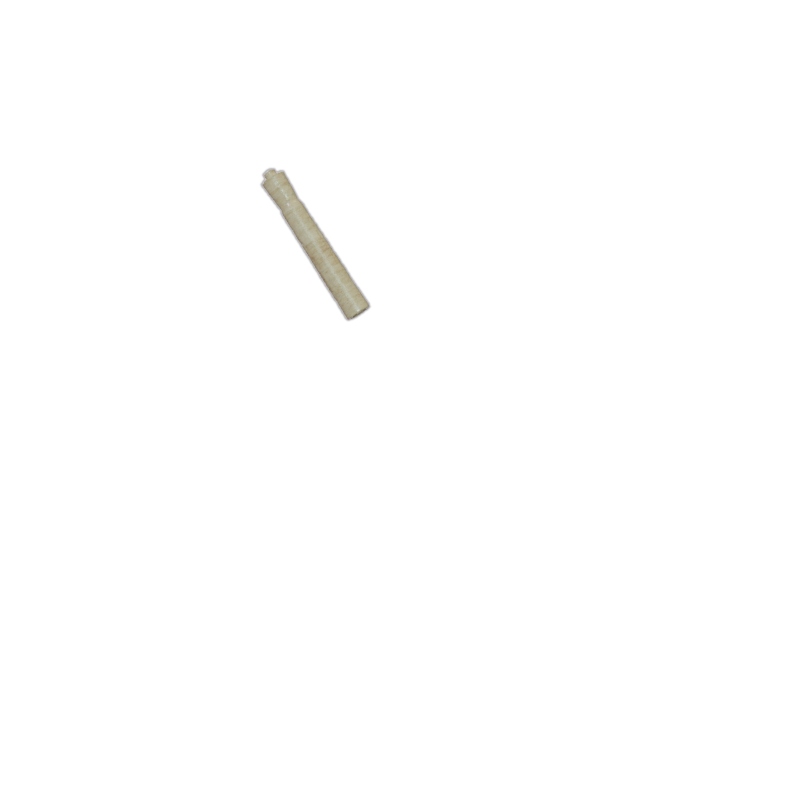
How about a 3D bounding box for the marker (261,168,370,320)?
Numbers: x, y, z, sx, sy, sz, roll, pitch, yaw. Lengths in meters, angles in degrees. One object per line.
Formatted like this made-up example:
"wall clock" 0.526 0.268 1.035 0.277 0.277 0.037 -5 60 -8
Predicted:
"marker" -0.061 -0.111 0.781 0.020 0.125 0.019 -31 -11 -6
